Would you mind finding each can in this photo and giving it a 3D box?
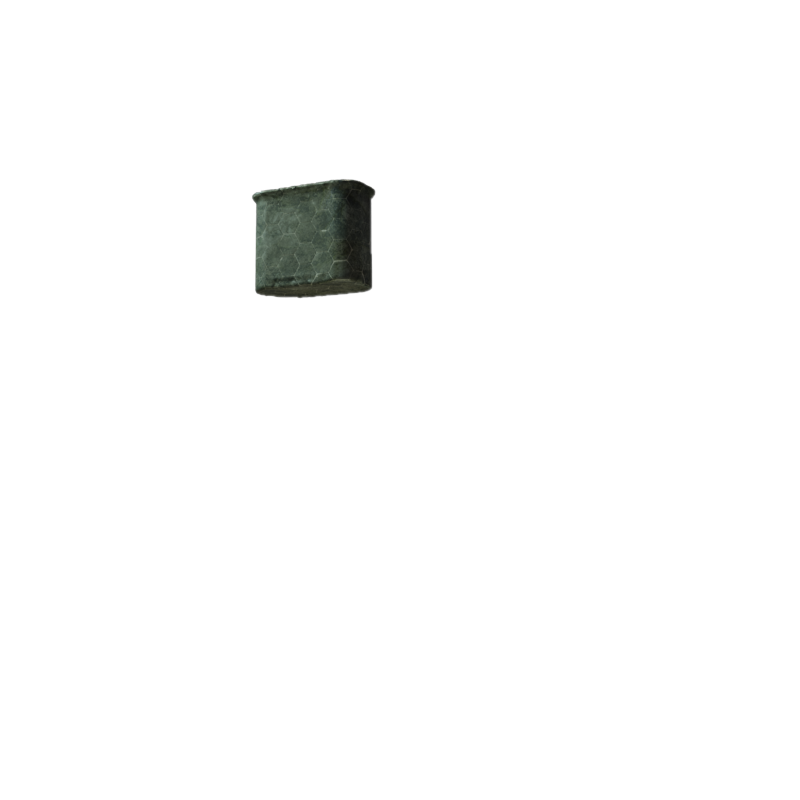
[{"bbox_3d":[-0.072,-0.131,0.917,0.104,0.086,0.054,-4,-11,26],"label":"can"}]
